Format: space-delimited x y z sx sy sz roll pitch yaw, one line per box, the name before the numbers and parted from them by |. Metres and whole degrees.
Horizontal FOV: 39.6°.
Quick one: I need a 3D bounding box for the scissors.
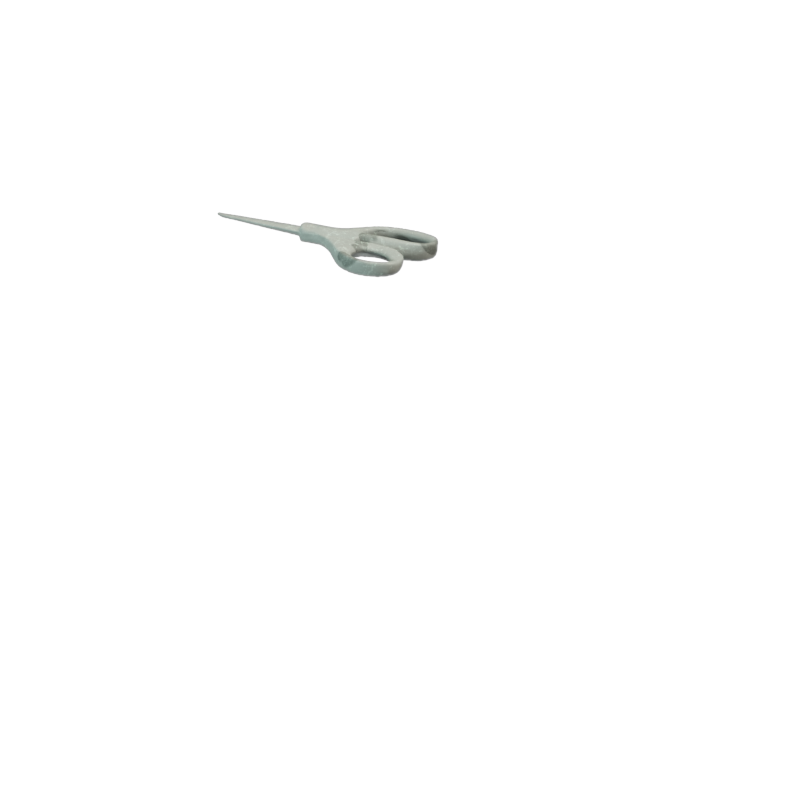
scissors | -0.072 -0.130 0.914 0.206 0.015 0.099 7 27 14
